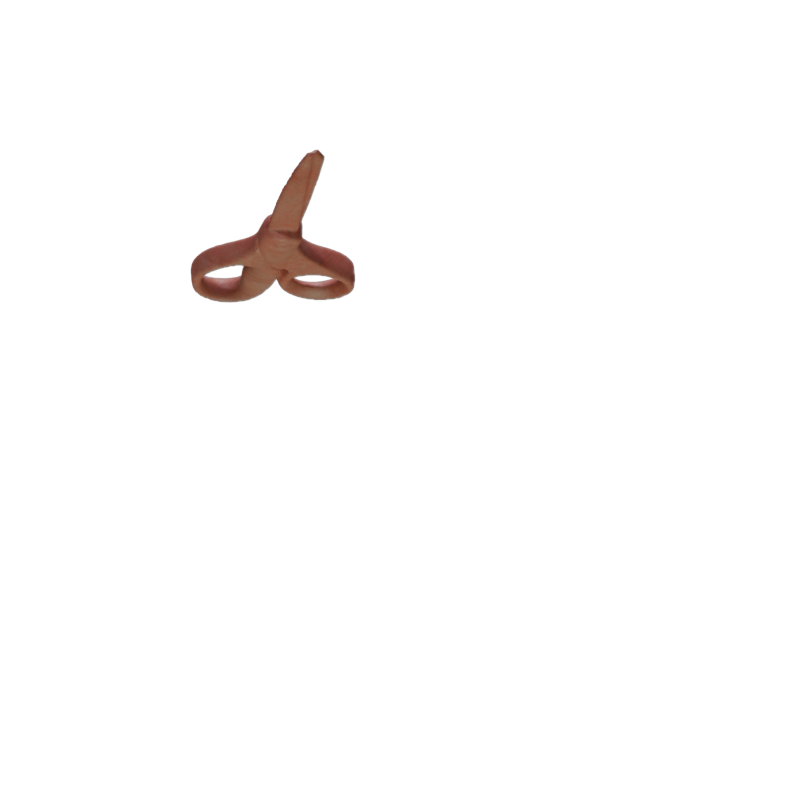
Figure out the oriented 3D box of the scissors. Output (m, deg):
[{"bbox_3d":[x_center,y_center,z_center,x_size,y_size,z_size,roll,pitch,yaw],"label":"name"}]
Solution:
[{"bbox_3d":[-0.042,-0.077,0.537,0.093,0.016,0.202,6,-12,-28],"label":"scissors"}]
